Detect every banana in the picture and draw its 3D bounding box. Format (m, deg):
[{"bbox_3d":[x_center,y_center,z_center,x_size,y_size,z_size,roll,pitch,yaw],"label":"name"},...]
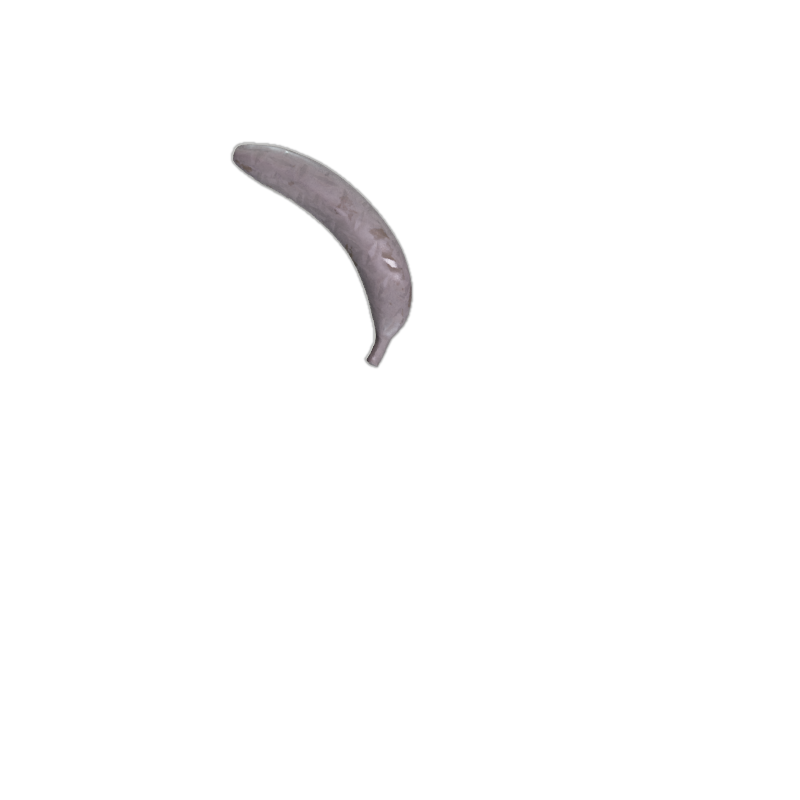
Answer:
[{"bbox_3d":[-0.047,-0.124,0.825,0.070,0.204,0.036,-32,-11,-7],"label":"banana"}]
